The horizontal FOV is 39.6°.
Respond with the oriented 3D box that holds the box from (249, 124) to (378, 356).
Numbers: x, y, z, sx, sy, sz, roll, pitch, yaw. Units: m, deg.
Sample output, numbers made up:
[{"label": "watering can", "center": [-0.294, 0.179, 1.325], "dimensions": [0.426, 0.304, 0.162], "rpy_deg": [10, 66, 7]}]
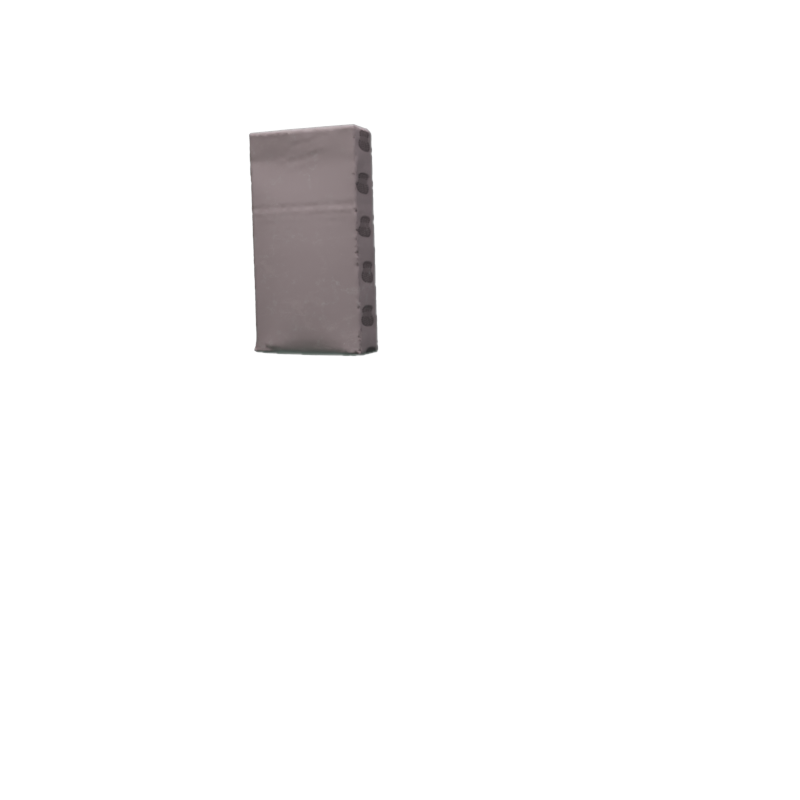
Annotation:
[{"label": "box", "center": [-0.068, -0.124, 0.870], "dimensions": [0.096, 0.177, 0.046], "rpy_deg": [-1, -3, 23]}]
